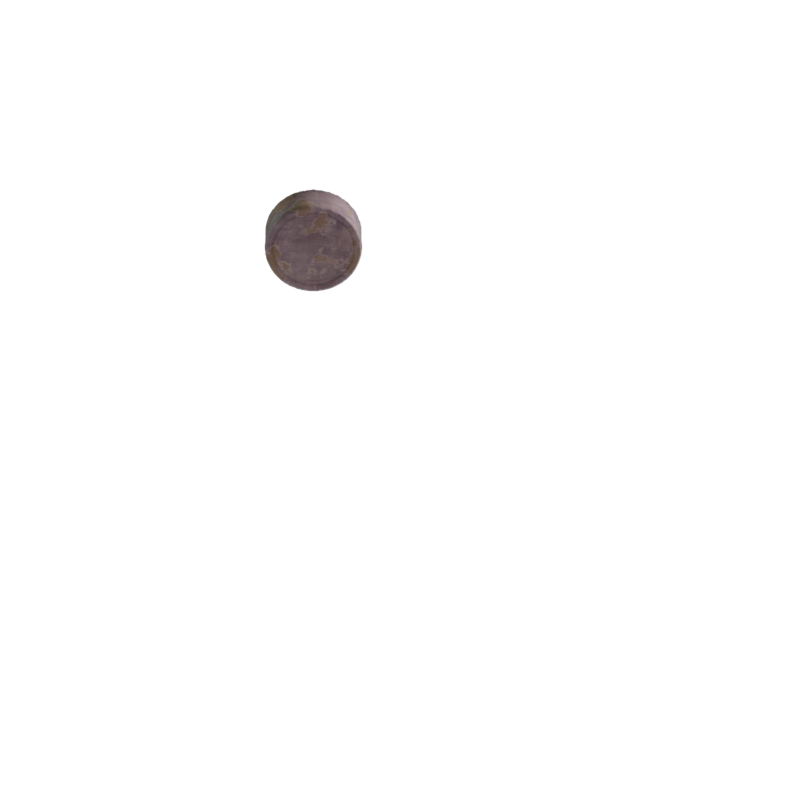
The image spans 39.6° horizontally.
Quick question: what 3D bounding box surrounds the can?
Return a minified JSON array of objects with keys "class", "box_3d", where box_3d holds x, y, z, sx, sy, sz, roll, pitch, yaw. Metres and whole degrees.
[{"class":"can","box_3d":[-0.076,-0.138,0.970,0.086,0.081,0.036,1,31,-1]}]
